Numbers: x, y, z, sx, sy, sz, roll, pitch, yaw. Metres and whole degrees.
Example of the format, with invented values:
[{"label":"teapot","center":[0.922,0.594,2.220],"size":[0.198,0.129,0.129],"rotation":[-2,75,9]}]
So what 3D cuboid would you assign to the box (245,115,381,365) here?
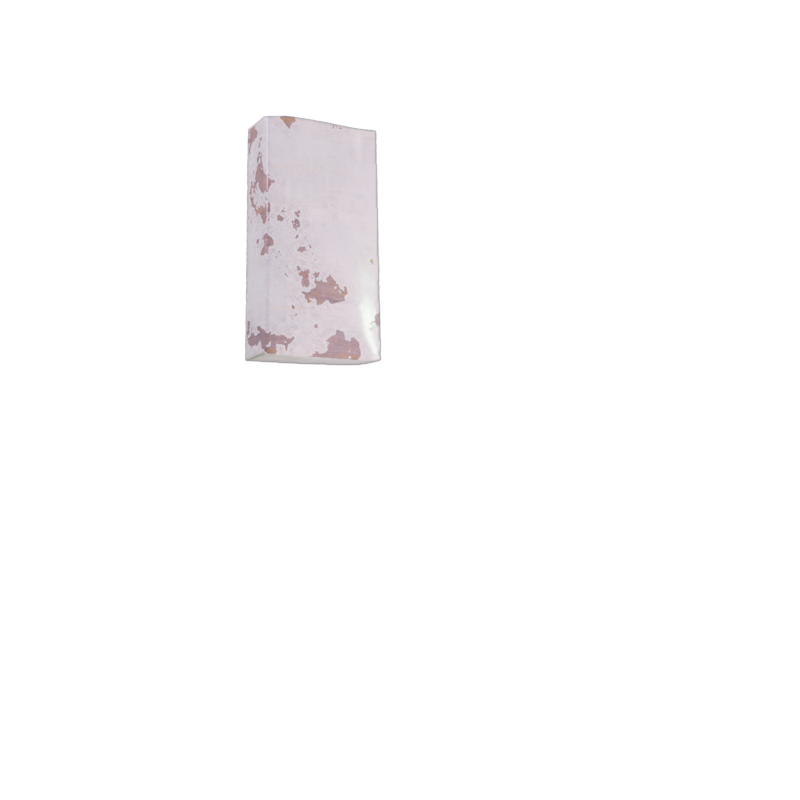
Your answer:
[{"label":"box","center":[-0.063,-0.115,0.808],"size":[0.090,0.181,0.048],"rotation":[4,-13,-26]}]
